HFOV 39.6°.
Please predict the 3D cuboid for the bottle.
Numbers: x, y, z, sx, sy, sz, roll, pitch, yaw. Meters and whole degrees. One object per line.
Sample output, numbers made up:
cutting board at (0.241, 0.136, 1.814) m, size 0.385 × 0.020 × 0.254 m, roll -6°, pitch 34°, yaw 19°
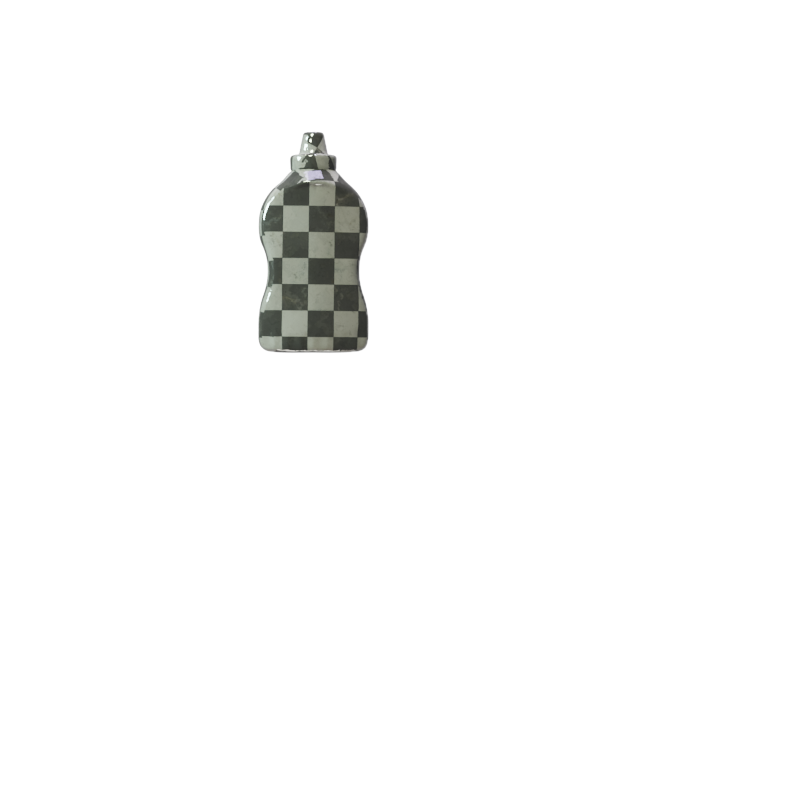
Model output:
bottle at (-0.076, -0.139, 0.975) m, size 0.096 × 0.192 × 0.058 m, roll 0°, pitch 0°, yaw -1°
